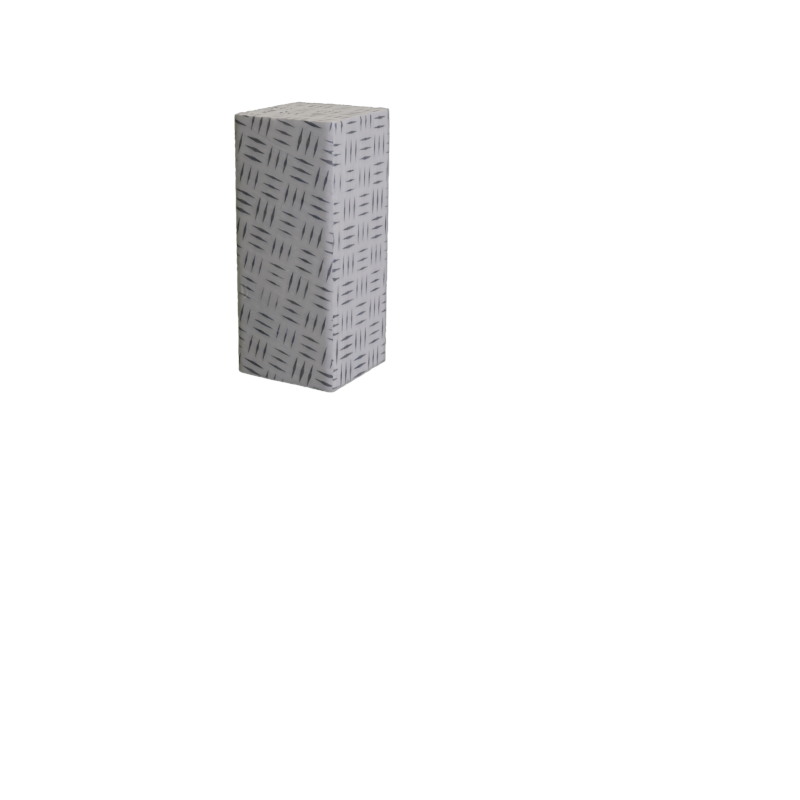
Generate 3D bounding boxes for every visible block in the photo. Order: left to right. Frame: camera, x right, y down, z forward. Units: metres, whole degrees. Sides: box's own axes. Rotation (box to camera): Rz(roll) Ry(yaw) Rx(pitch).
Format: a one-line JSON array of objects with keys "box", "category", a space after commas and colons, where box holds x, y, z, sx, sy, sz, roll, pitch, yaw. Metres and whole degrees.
[{"box": [-0.067, -0.124, 0.867, 0.094, 0.199, 0.090, 10, 18, 29], "category": "block"}]
